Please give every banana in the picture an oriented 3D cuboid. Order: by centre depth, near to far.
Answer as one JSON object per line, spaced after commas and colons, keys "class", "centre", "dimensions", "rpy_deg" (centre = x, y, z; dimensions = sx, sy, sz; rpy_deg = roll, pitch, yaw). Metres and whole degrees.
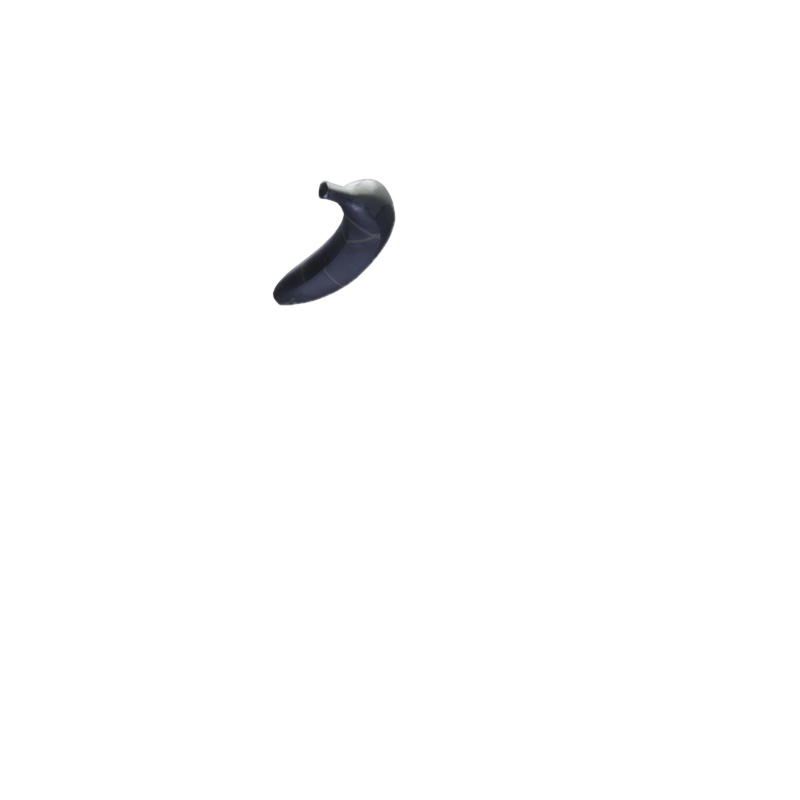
{"class": "banana", "centre": [-0.046, -0.118, 0.825], "dimensions": [0.068, 0.039, 0.191], "rpy_deg": [5, -22, -14]}
